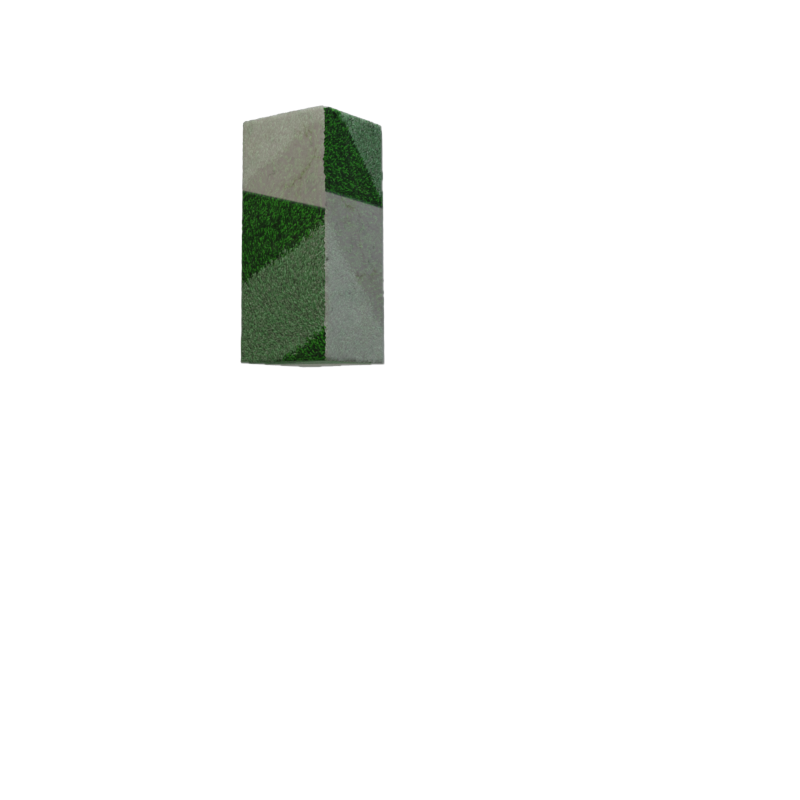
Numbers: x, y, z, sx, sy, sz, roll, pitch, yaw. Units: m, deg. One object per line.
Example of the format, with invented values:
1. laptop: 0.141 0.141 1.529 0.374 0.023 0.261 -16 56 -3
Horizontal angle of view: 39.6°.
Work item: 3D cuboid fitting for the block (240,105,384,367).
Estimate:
1. block: -0.073 -0.134 0.938 0.093 0.210 0.086 -6 -9 35
